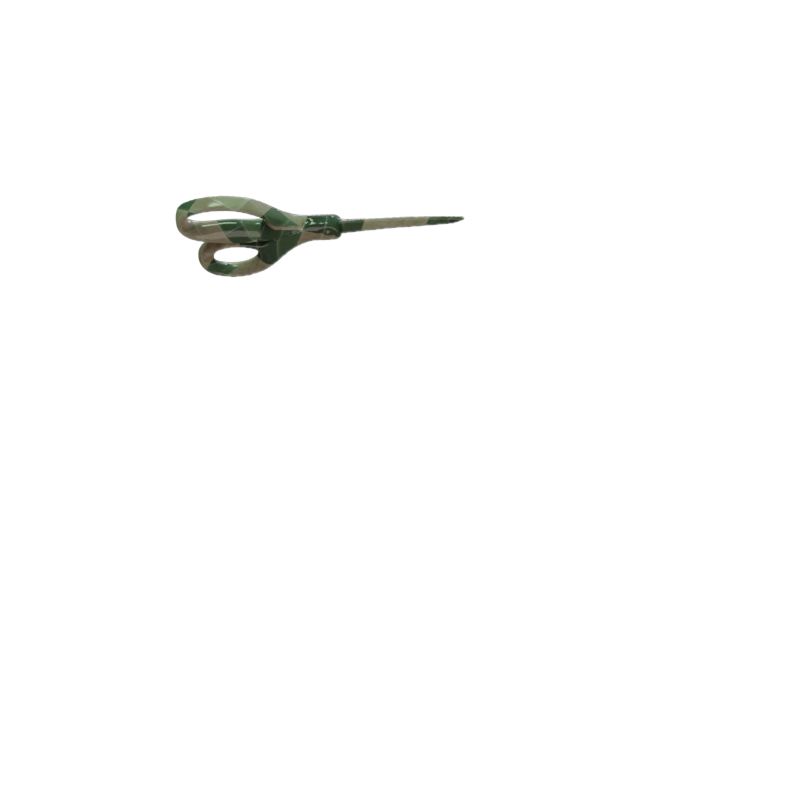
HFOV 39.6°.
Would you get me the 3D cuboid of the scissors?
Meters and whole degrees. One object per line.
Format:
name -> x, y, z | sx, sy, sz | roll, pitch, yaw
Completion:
scissors -> -0.063, -0.115, 0.807 | 0.199, 0.017, 0.091 | 5, -29, -9
